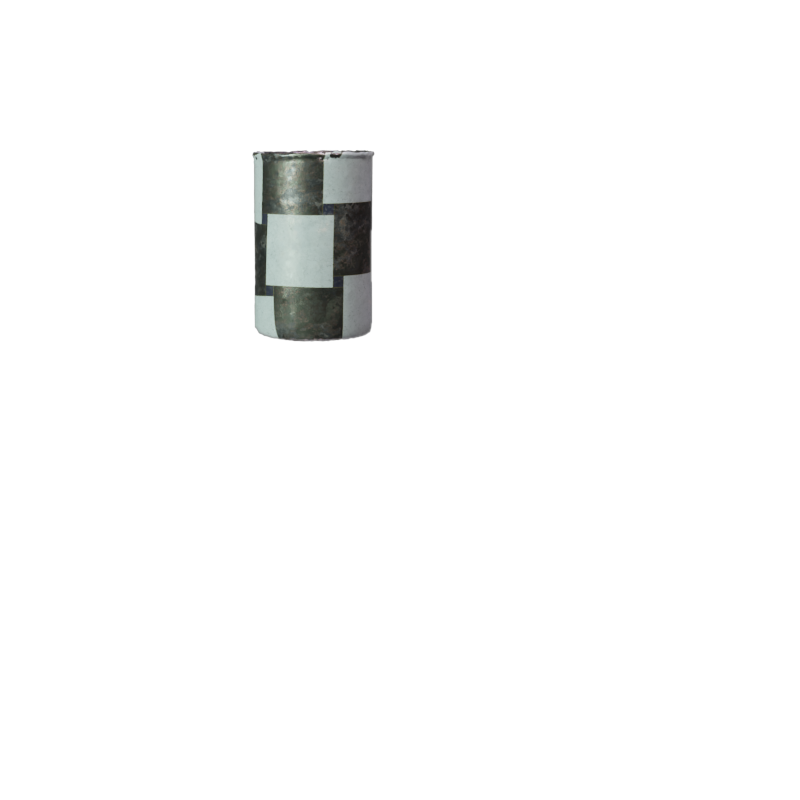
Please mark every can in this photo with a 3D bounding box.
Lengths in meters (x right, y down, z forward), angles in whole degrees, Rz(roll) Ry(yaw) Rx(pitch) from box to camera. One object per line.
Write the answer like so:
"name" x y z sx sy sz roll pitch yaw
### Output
"can" -0.049 -0.089 0.624 0.068 0.101 0.070 0 8 -2
